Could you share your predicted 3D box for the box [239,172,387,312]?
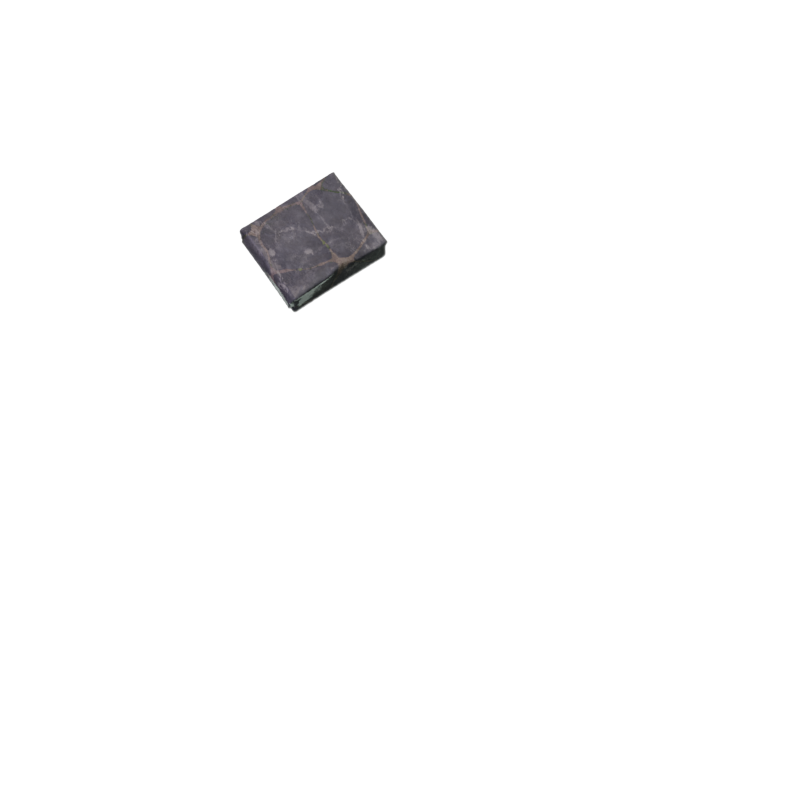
[{"bbox_3d":[-0.066,-0.121,0.847,0.089,0.077,0.029,-33,-19,-14],"label":"box"}]
